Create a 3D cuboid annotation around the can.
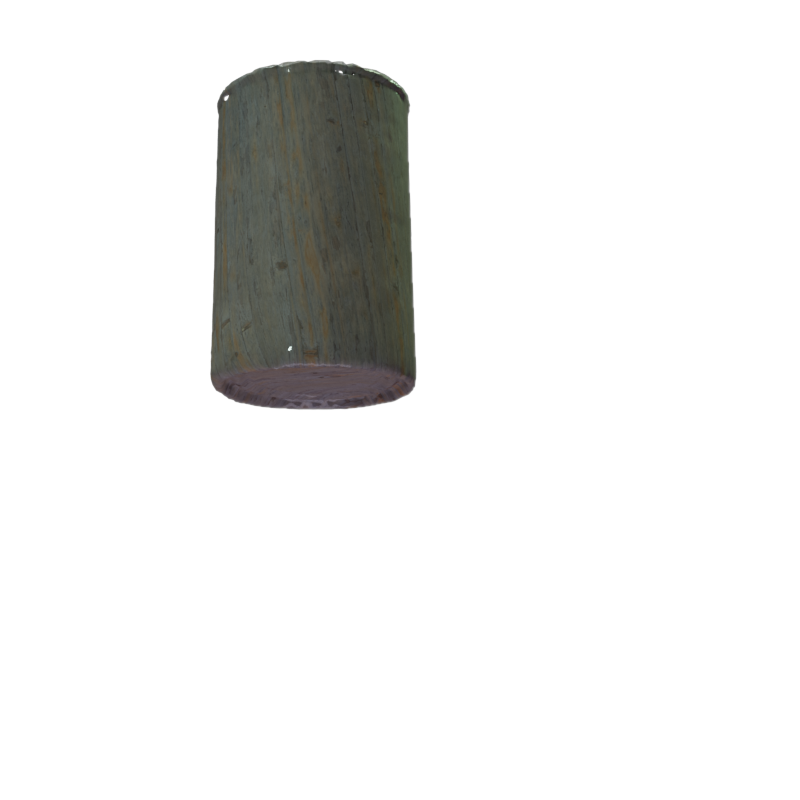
[{"bbox_3d":[-0.029,-0.053,0.374,0.068,0.107,0.066,0,-18,-2],"label":"can"}]
